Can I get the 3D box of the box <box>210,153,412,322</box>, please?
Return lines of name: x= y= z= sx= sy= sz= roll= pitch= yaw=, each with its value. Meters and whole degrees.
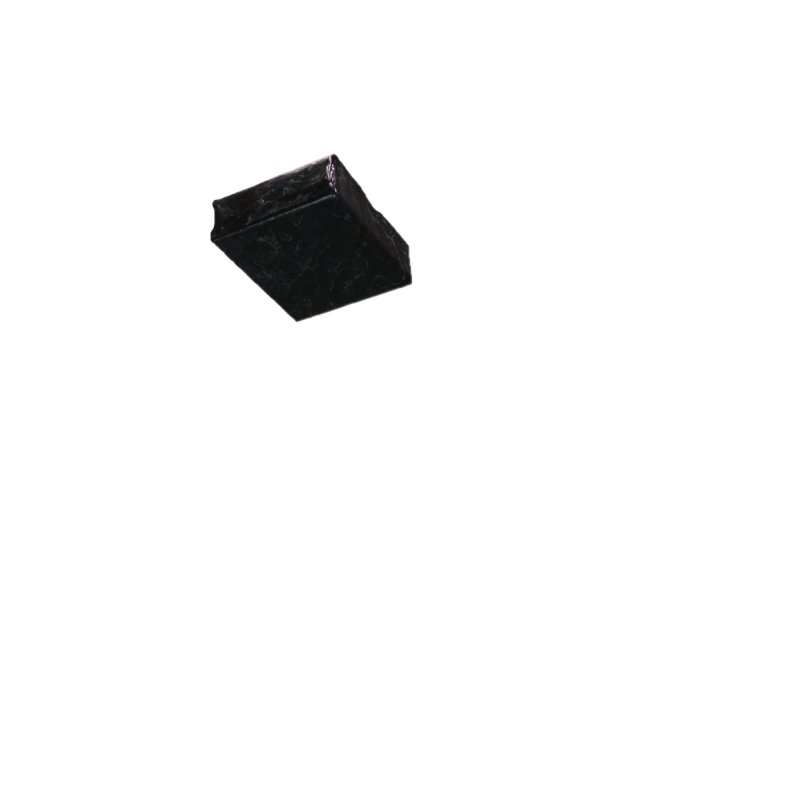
box: x=-0.046 y=-0.083 z=0.582 sx=0.074 sy=0.032 sz=0.082 roll=-18 pitch=-38 yaw=23
